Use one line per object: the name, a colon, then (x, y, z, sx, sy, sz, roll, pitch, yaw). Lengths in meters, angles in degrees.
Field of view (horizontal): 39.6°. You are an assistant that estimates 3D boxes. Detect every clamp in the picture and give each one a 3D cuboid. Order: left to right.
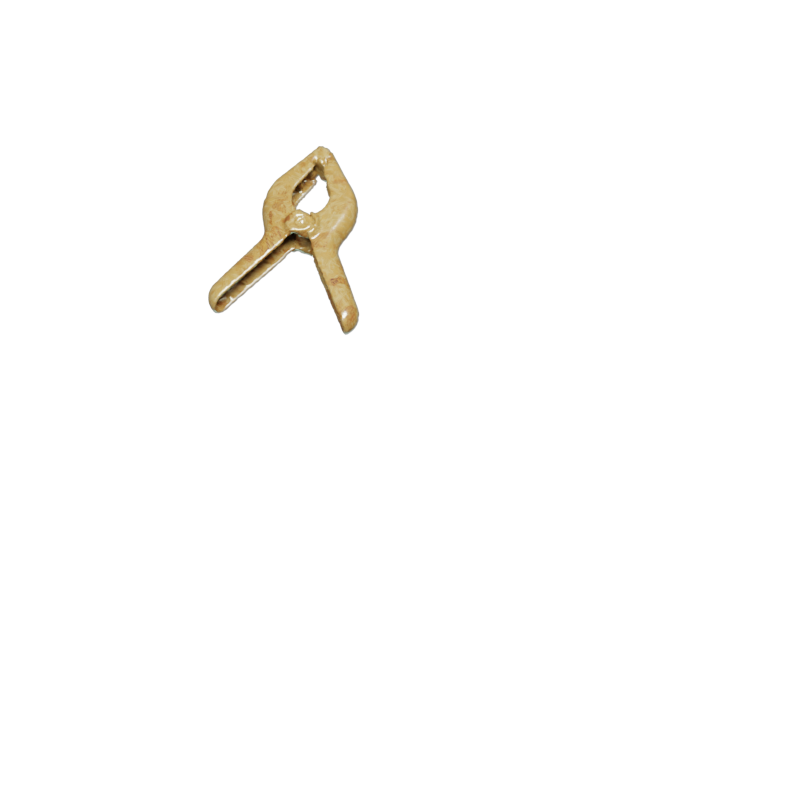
clamp: (-0.071, -0.129, 0.903, 0.122, 0.178, 0.037, 18, -25, 9)
